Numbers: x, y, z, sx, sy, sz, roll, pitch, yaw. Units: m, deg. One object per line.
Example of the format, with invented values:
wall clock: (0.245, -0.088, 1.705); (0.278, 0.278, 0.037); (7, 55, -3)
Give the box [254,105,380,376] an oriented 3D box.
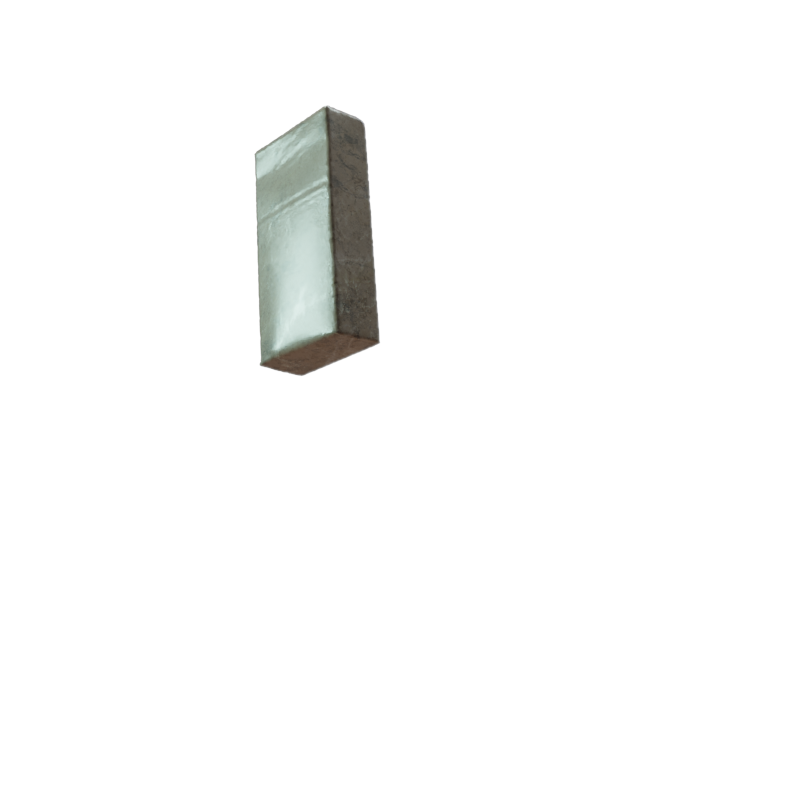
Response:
box: (-0.063, -0.115, 0.808); (0.045, 0.186, 0.094); (18, -29, -38)
